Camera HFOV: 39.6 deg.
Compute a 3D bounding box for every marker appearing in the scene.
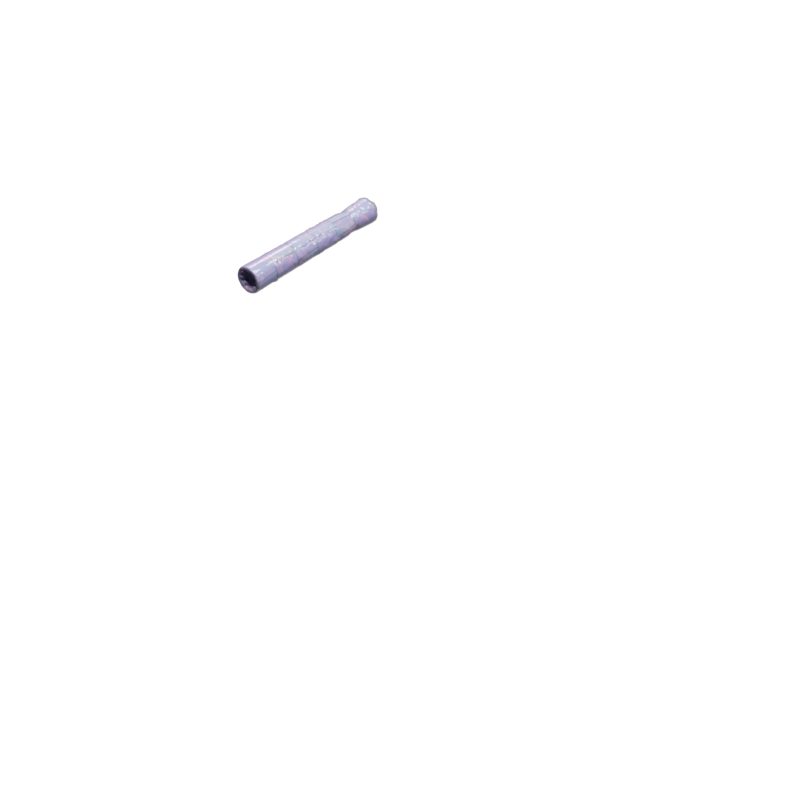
[{"bbox_3d":[-0.057,-0.103,0.722,0.021,0.019,0.122,3,31,44],"label":"marker"}]
